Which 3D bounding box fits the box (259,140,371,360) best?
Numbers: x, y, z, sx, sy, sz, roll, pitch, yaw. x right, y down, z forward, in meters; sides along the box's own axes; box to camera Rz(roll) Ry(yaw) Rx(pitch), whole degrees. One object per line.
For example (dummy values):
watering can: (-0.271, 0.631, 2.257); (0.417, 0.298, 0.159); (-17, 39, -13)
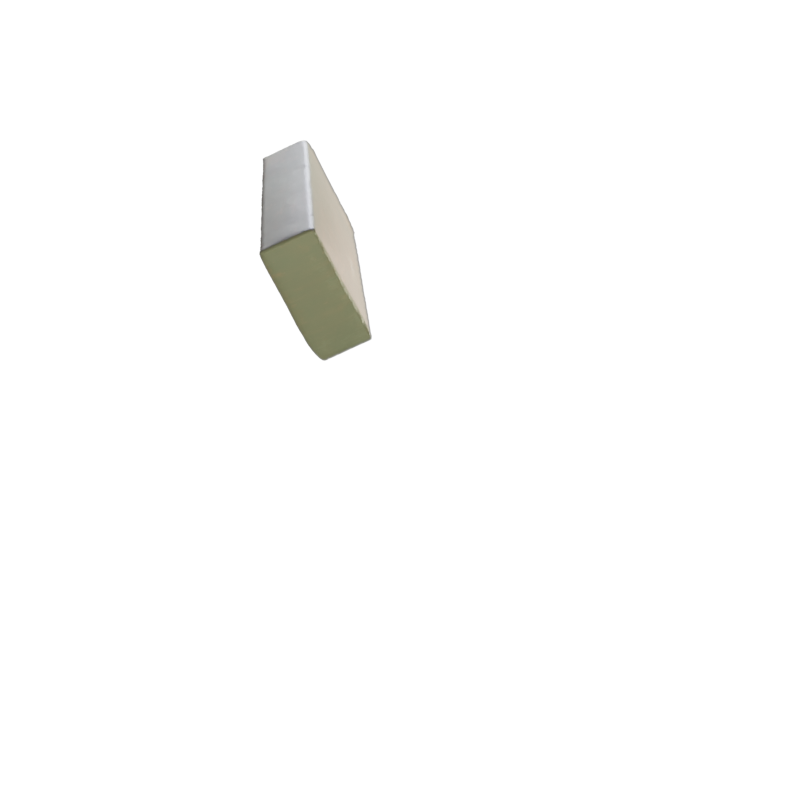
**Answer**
box: (-0.062, -0.114, 0.794); (0.048, 0.087, 0.187); (-23, 30, 10)
